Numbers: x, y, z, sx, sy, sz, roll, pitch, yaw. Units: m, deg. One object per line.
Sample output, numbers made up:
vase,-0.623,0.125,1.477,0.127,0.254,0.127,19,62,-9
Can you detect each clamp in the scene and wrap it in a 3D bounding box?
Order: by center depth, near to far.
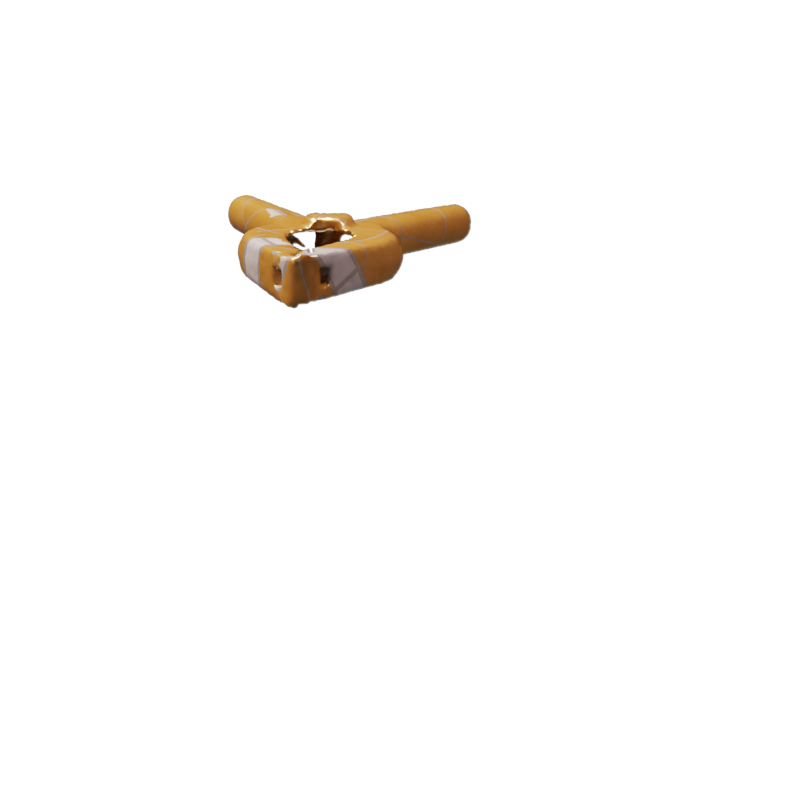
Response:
clamp,-0.053,-0.096,0.674,0.168,0.035,0.213,4,19,13
